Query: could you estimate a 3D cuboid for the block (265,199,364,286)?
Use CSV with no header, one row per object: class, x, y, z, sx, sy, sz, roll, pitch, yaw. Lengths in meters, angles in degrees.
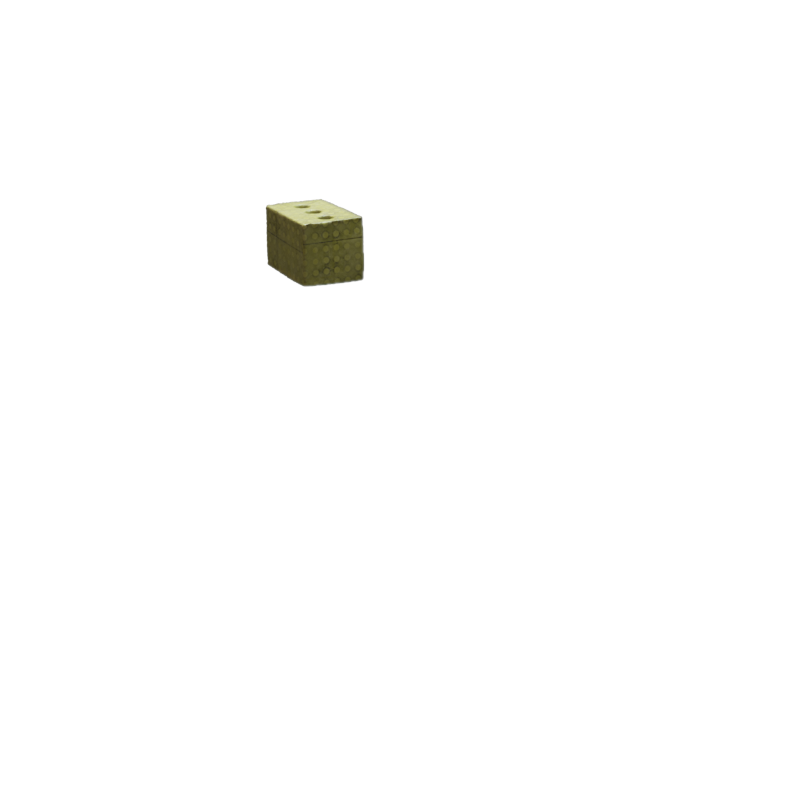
block,-0.069,-0.126,0.884,0.051,0.049,0.083,-9,22,-27
